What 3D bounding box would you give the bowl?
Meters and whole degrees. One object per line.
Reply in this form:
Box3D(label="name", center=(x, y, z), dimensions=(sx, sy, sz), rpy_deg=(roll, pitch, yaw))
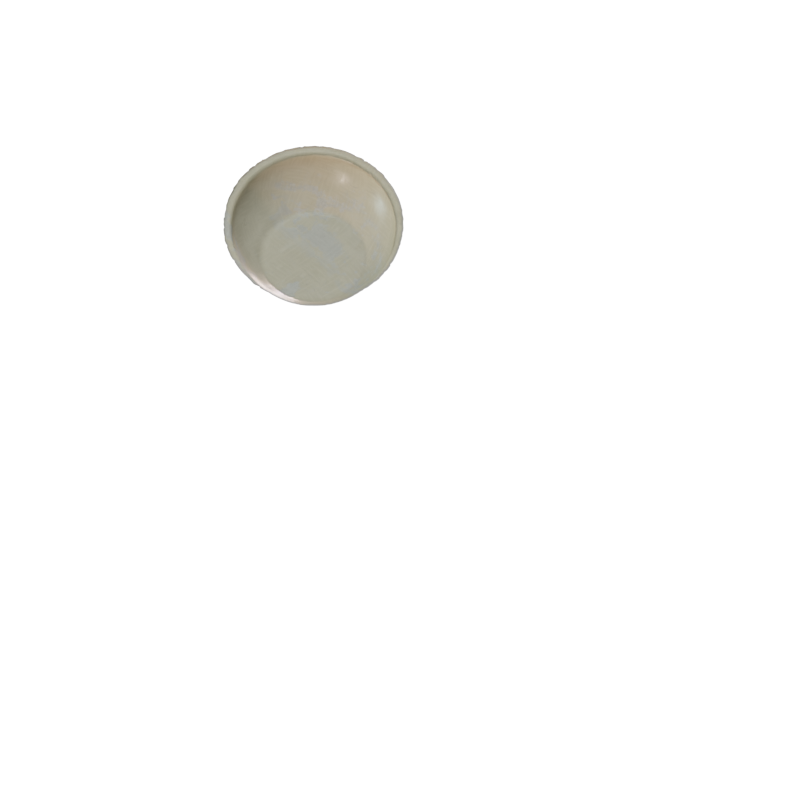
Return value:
Box3D(label="bowl", center=(-0.076, -0.139, 0.973), dimensions=(0.162, 0.152, 0.059), rpy_deg=(1, 33, -1))
